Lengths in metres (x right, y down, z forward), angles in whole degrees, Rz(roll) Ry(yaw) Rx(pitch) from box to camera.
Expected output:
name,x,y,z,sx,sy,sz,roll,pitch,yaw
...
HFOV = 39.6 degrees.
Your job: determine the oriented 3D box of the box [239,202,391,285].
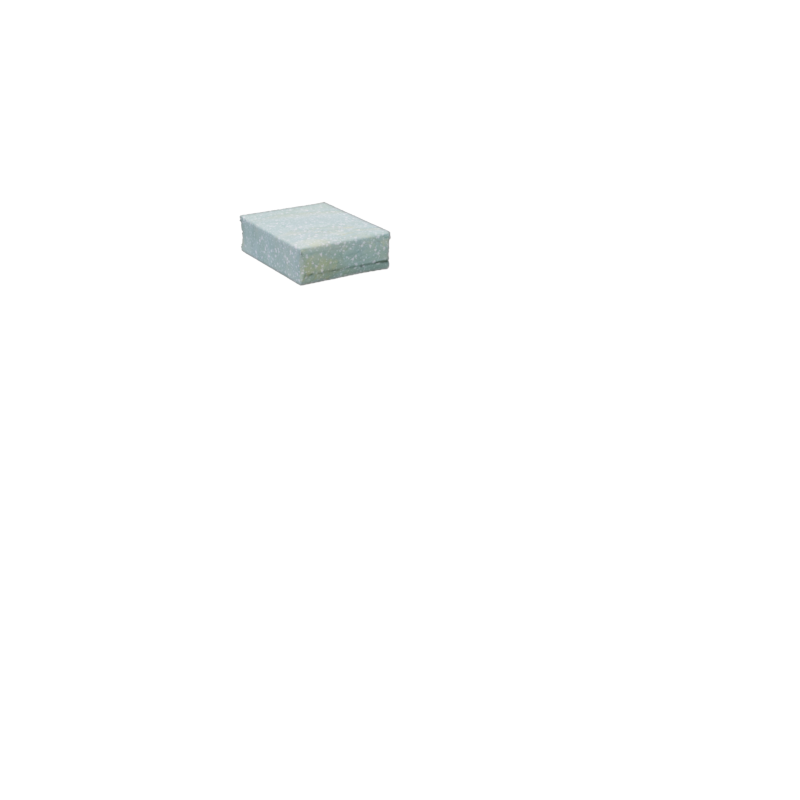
name,x,y,z,sx,sy,sz,roll,pitch,yaw
box,-0.076,-0.138,0.967,0.088,0.037,0.121,-13,26,-30
